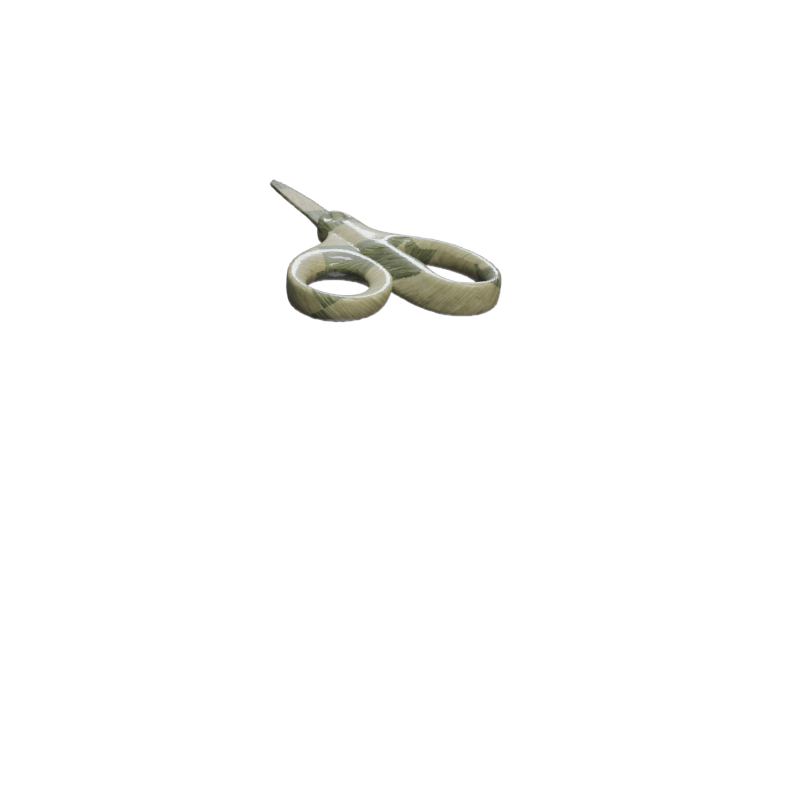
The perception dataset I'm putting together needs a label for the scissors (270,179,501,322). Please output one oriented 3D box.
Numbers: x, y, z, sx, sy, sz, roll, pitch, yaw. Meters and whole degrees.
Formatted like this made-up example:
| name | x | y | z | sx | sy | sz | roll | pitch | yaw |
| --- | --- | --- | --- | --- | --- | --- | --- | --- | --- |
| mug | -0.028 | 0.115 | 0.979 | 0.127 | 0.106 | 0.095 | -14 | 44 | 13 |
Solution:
| name | x | y | z | sx | sy | sz | roll | pitch | yaw |
| --- | --- | --- | --- | --- | --- | --- | --- | --- | --- |
| scissors | -0.040 | -0.073 | 0.512 | 0.094 | 0.015 | 0.215 | -17 | 30 | -33 |
